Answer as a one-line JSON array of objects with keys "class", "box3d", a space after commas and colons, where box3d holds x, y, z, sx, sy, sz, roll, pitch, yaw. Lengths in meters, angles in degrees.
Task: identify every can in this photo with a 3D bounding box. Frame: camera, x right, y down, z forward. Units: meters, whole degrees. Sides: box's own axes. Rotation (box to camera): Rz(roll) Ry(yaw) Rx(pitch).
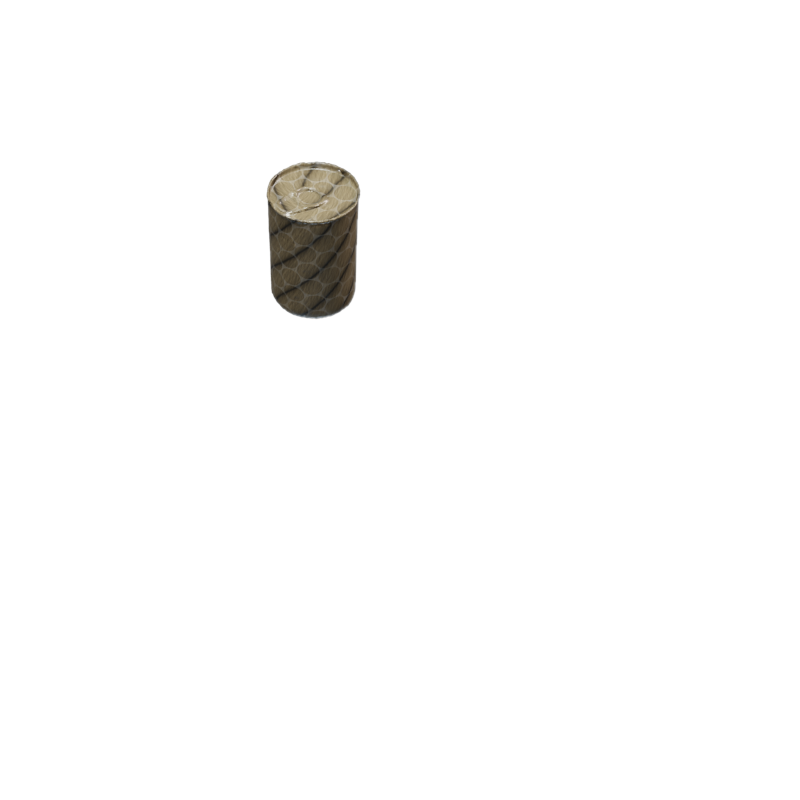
[{"class": "can", "box3d": [-0.066, -0.120, 0.837, 0.068, 0.074, 0.095, 0, -43, -3]}]
